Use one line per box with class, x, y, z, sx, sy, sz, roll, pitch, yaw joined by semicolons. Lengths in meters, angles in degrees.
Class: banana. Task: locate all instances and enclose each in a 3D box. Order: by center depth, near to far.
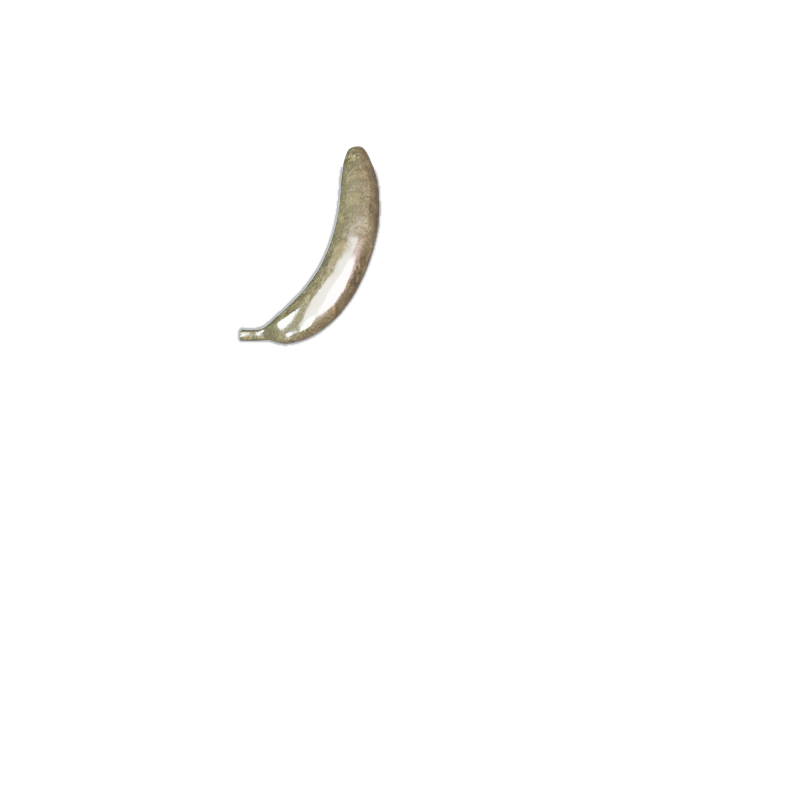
banana;-0.059;-0.122;0.938;0.071;0.201;0.036;29;-12;5
